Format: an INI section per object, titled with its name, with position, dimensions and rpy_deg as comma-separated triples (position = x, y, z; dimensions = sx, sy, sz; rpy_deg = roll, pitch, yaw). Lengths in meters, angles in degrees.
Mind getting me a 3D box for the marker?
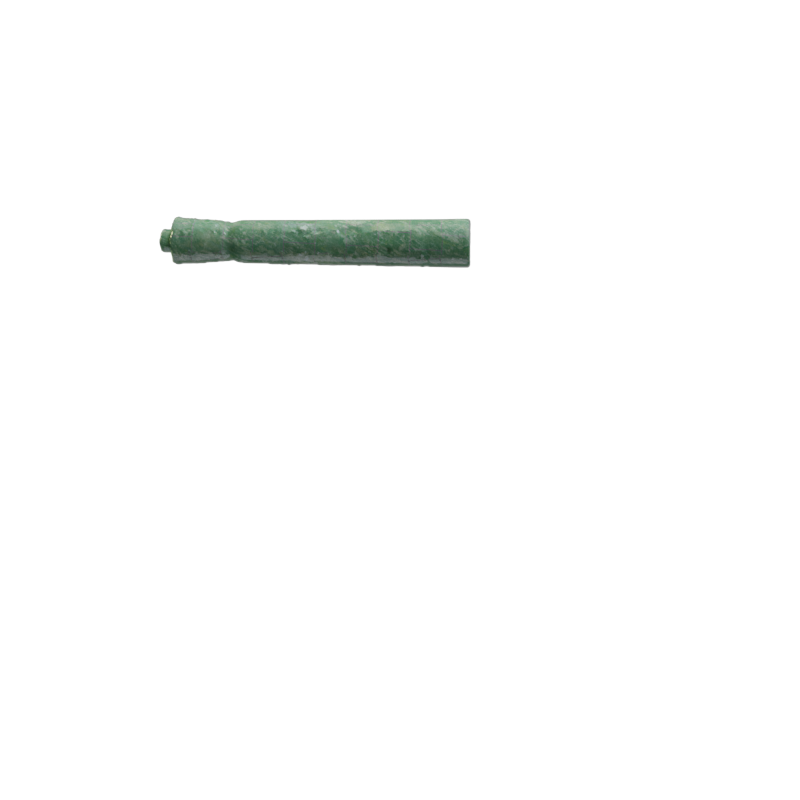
[marker]
position = -0.034, -0.062, 0.431
dimensions = 0.122, 0.020, 0.020
rpy_deg = 2, 4, 8
